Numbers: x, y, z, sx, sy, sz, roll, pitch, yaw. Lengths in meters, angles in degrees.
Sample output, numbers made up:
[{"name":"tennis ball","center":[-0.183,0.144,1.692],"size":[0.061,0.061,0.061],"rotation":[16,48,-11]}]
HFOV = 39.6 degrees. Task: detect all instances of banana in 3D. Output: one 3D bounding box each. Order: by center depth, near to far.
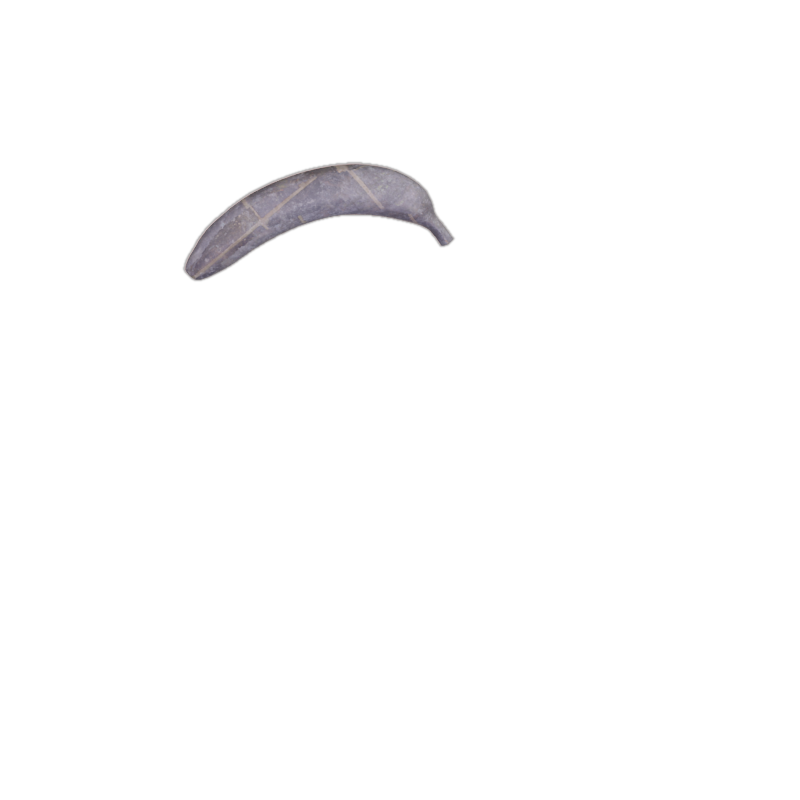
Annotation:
[{"name":"banana","center":[-0.062,-0.134,0.804],"size":[0.197,0.071,0.036],"rotation":[-8,-4,-1]}]
